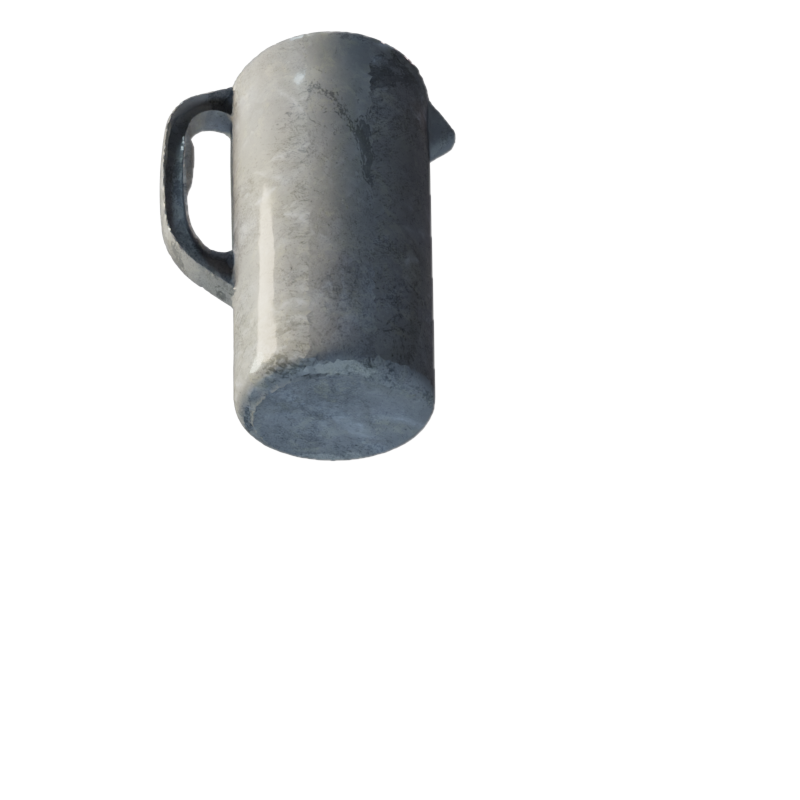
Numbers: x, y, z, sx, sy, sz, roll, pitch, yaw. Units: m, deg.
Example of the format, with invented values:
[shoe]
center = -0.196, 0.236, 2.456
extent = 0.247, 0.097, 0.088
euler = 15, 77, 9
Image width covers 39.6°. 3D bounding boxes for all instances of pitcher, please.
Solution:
[pitcher]
center = -0.052, -0.094, 0.660
extent = 0.150, 0.260, 0.134
euler = -22, -40, 25
